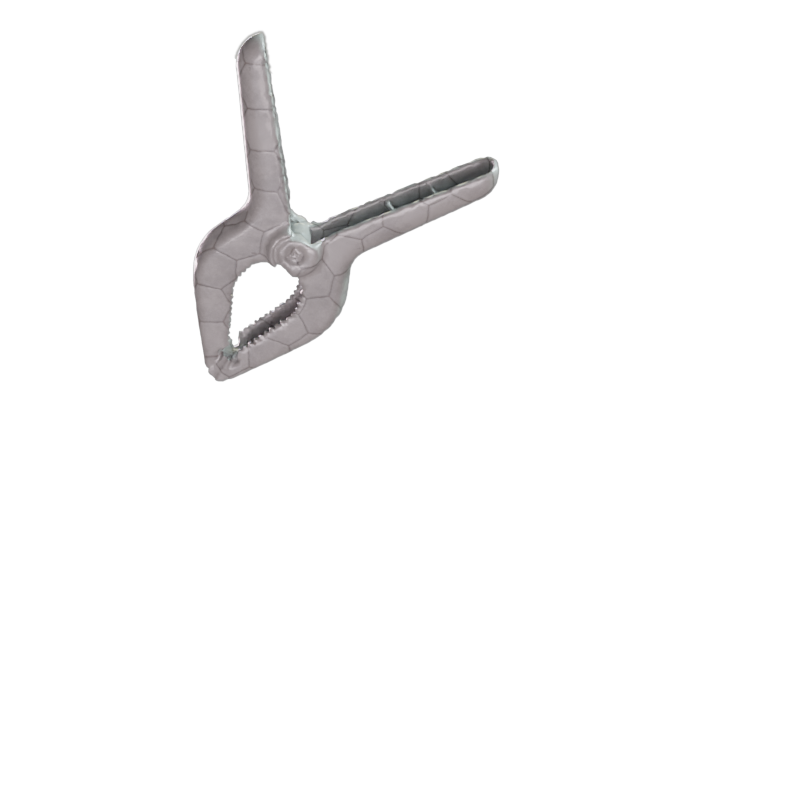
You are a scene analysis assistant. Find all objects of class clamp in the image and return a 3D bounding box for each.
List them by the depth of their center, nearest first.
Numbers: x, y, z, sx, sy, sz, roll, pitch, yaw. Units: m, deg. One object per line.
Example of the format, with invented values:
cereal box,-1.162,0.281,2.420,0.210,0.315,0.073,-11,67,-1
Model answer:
clamp,-0.051,-0.093,0.654,0.161,0.203,0.039,22,26,-11
